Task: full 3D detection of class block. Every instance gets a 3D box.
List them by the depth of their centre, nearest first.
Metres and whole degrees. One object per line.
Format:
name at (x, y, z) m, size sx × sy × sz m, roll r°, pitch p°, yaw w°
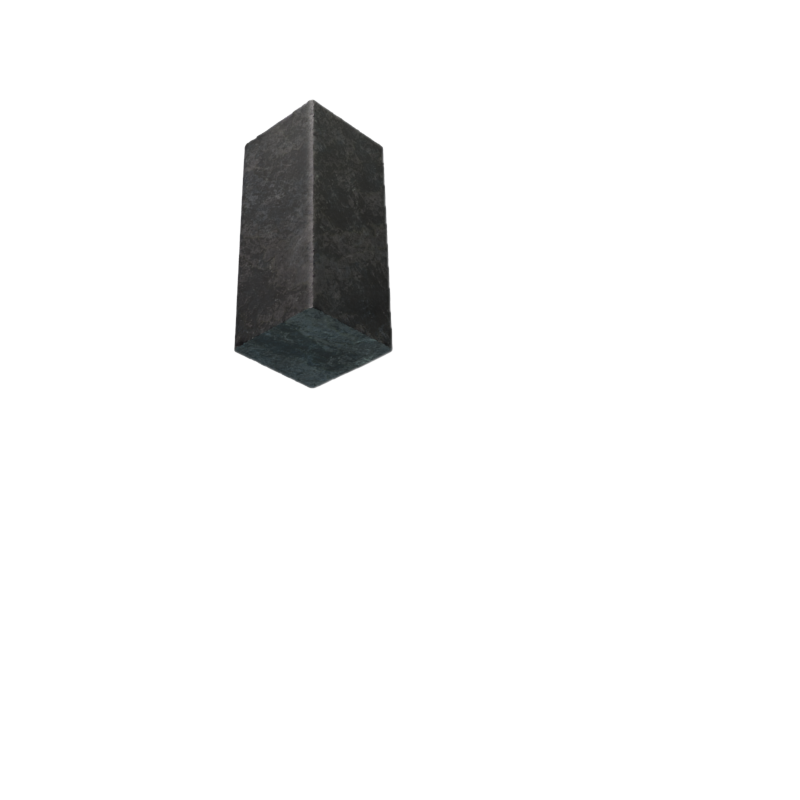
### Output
block at (-0.071, -0.129, 0.906) m, size 0.090 × 0.220 × 0.085 m, roll -28°, pitch -41°, yaw 34°
